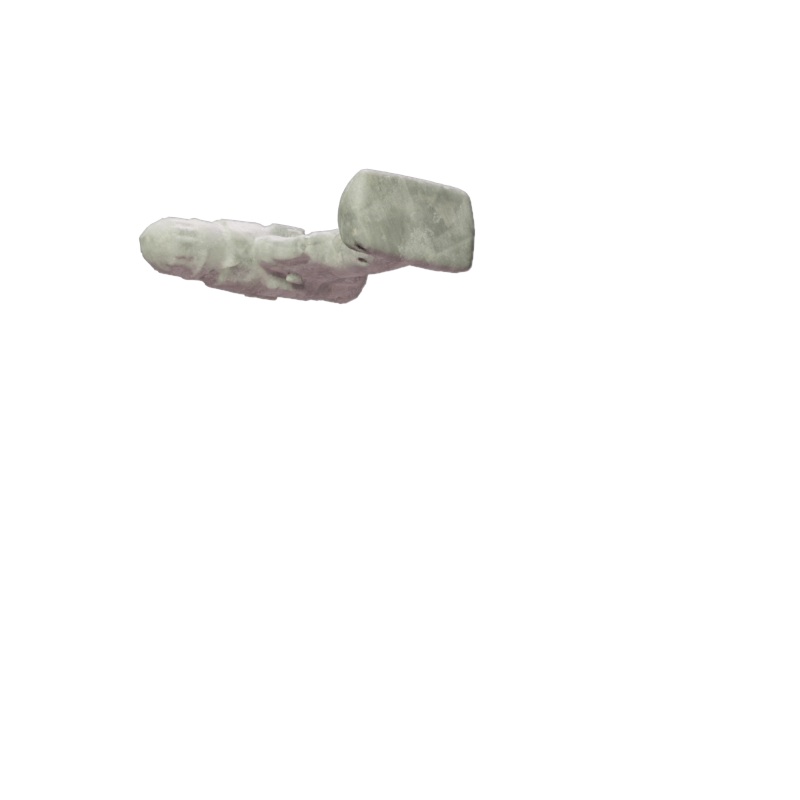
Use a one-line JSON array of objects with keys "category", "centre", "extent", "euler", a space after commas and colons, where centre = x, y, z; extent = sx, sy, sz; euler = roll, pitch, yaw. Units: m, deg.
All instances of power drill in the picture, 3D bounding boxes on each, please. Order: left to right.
[{"category": "power drill", "centre": [-0.059, -0.107, 0.748], "extent": [0.176, 0.058, 0.192], "euler": [3, -5, -39]}]
